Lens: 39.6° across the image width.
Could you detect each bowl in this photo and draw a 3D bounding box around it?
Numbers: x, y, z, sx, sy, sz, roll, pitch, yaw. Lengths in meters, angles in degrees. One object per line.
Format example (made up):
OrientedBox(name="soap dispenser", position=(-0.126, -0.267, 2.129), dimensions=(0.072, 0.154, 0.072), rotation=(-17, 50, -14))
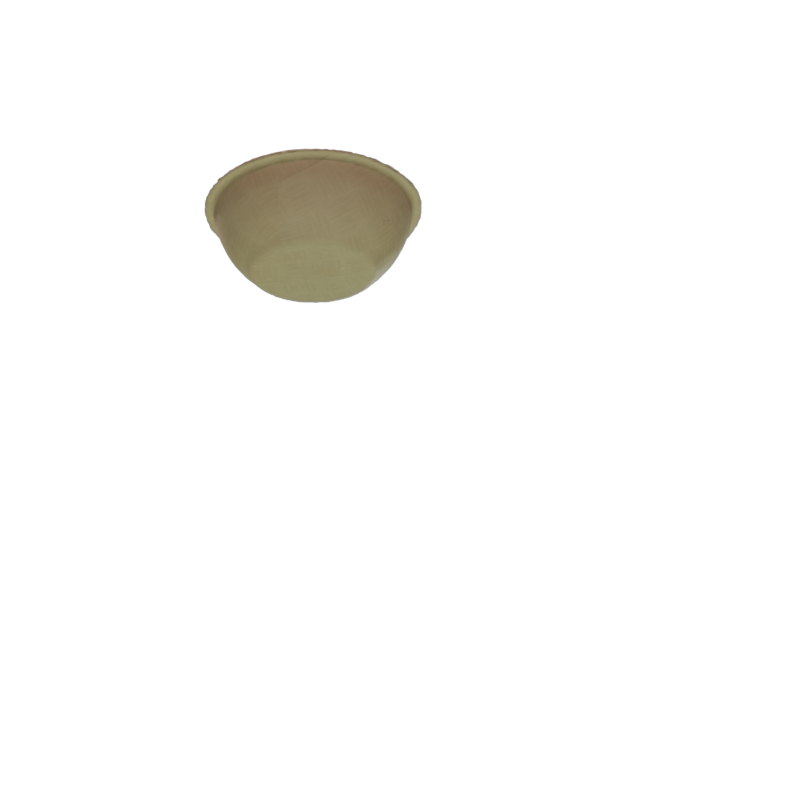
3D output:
OrientedBox(name="bowl", position=(-0.064, -0.116, 0.812), dimensions=(0.162, 0.058, 0.153), rotation=(1, -25, -2))
